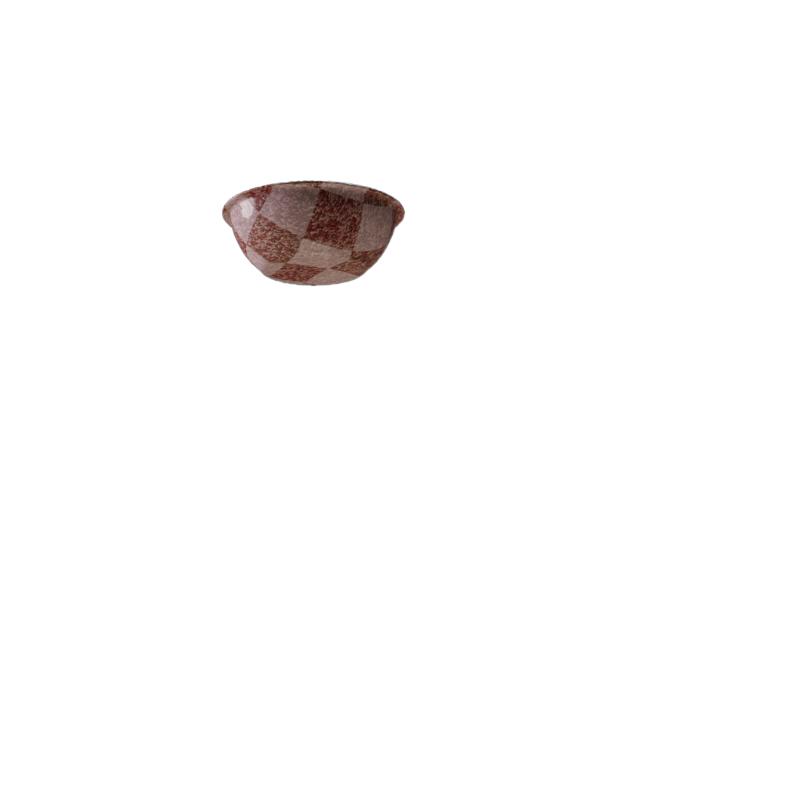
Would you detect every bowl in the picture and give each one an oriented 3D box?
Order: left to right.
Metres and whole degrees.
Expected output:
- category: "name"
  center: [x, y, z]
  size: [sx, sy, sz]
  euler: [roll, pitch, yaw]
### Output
- category: "bowl"
  center: [-0.076, -0.139, 0.971]
  size: [0.162, 0.057, 0.156]
  euler: [0, -12, -2]
